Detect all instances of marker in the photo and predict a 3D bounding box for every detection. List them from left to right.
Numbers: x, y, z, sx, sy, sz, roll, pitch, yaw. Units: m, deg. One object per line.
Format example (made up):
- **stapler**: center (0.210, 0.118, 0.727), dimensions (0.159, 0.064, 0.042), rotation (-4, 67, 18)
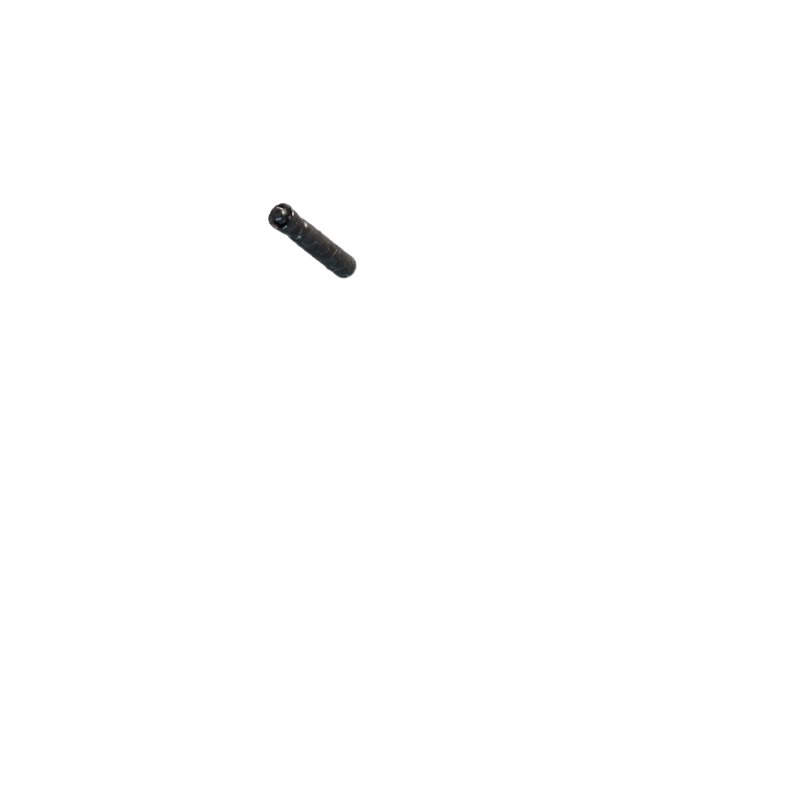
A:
- **marker**: center (-0.062, -0.113, 0.792), dimensions (0.020, 0.020, 0.114), rotation (2, -11, 22)
